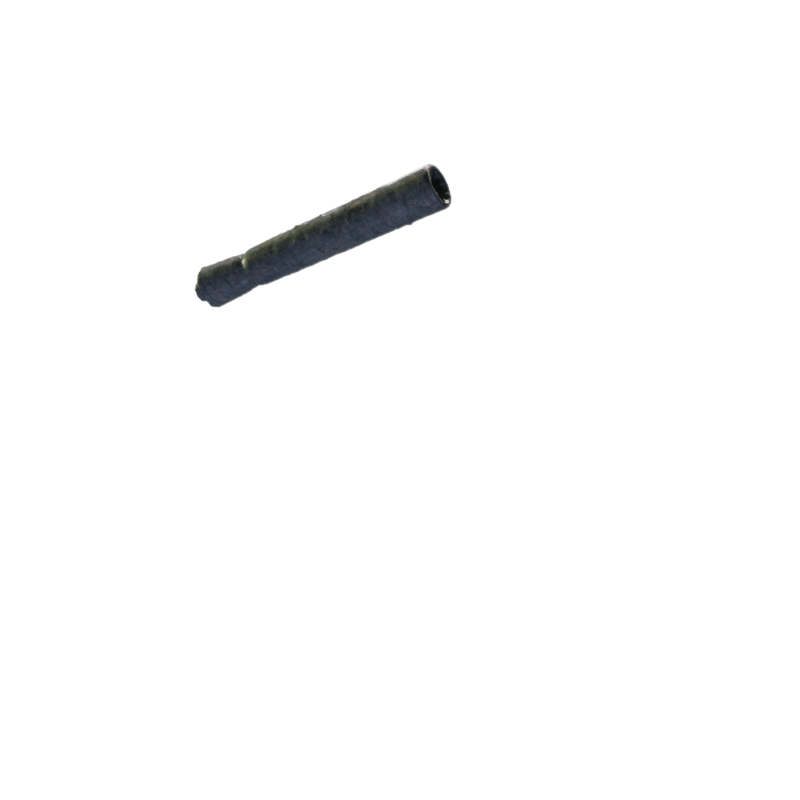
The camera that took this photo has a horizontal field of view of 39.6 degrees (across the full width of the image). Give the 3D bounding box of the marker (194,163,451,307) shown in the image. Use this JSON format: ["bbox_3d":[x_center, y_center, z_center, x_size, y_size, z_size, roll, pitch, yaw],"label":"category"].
[{"bbox_3d":[-0.036,-0.065,0.456,0.122,0.020,0.019,-20,-6,27],"label":"marker"}]
